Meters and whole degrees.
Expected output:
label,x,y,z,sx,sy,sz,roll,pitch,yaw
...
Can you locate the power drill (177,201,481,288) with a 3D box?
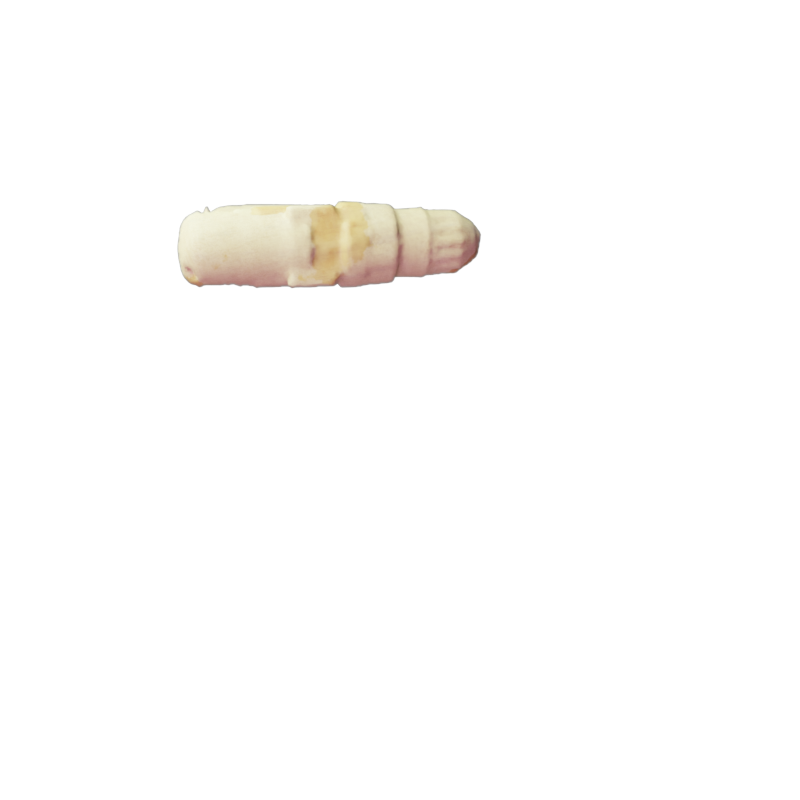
label,x,y,z,sx,sy,sz,roll,pitch,yaw
power drill,-0.058,-0.105,0.737,0.182,0.057,0.192,-1,7,-11
